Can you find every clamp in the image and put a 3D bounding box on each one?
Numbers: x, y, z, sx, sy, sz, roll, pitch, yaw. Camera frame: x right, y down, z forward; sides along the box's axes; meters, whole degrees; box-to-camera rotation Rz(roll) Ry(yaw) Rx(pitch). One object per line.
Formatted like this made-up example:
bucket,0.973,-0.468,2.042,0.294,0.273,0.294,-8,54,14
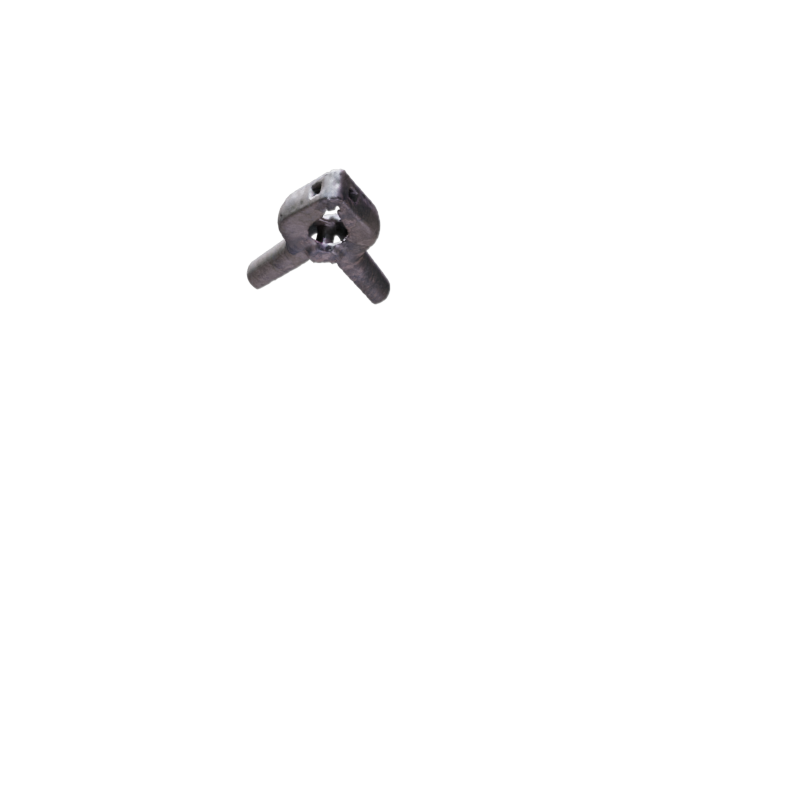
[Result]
clamp,-0.069,-0.126,0.880,0.120,0.042,0.161,-1,-27,1
